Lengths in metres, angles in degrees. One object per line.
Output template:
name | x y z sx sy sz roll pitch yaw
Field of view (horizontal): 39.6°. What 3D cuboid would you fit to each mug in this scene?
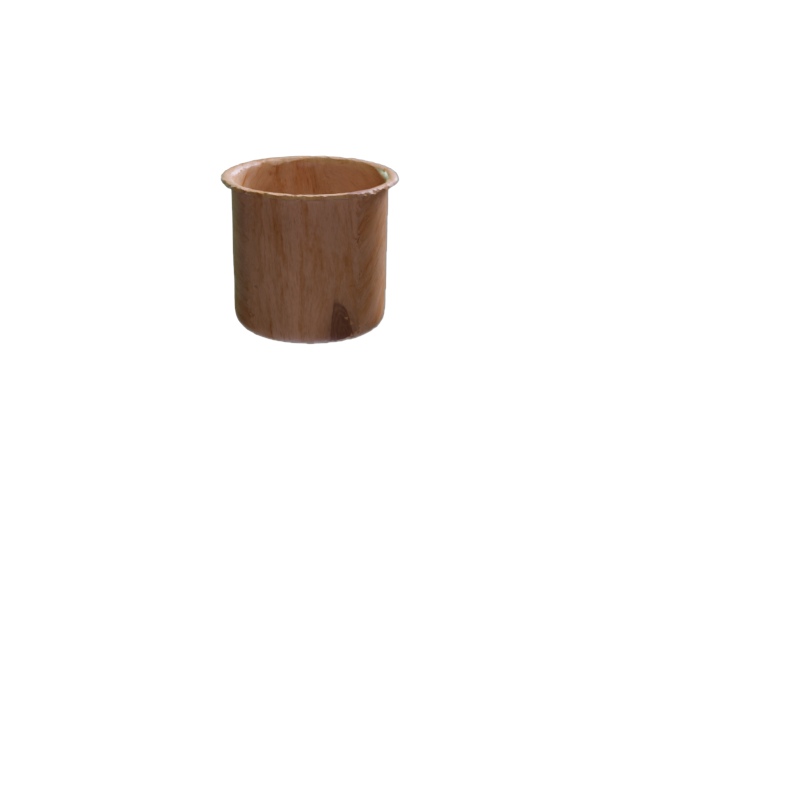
mug | -0.047 -0.086 0.602 0.094 0.078 0.121 3 22 5
